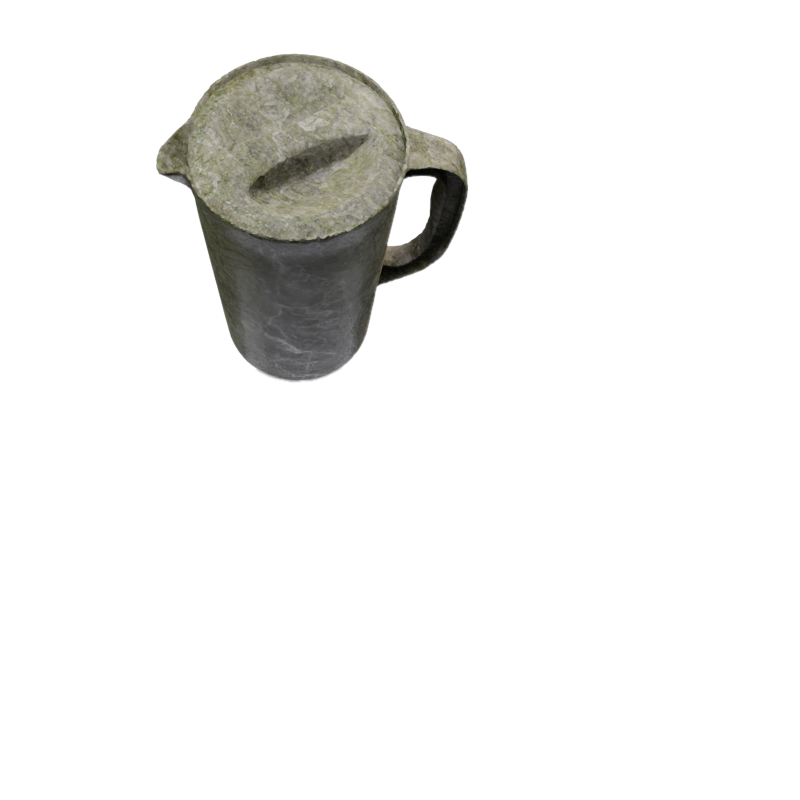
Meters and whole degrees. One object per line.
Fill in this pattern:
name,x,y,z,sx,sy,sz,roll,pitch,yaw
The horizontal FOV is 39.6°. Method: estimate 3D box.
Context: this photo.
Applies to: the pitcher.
pitcher,-0.058,-0.106,0.745,0.156,0.147,0.230,40,-21,14
